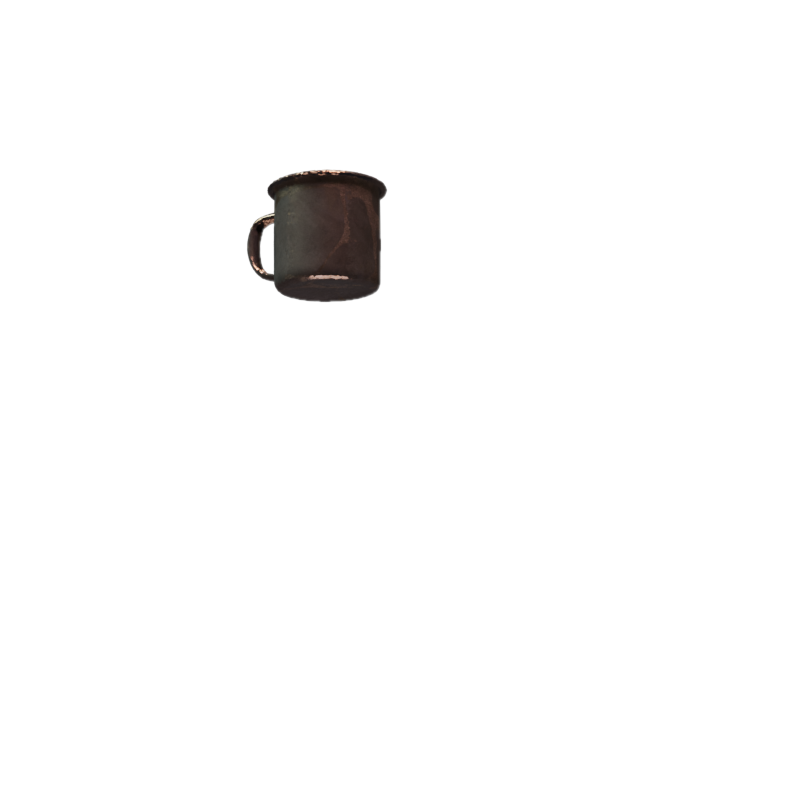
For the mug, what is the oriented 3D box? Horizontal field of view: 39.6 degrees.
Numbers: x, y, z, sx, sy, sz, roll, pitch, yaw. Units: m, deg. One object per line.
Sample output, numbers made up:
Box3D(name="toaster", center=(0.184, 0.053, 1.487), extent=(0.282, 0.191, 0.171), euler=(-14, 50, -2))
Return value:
Box3D(name="mug", center=(-0.067, -0.122, 0.855), extent=(0.120, 0.084, 0.088), euler=(-5, -13, 24))
